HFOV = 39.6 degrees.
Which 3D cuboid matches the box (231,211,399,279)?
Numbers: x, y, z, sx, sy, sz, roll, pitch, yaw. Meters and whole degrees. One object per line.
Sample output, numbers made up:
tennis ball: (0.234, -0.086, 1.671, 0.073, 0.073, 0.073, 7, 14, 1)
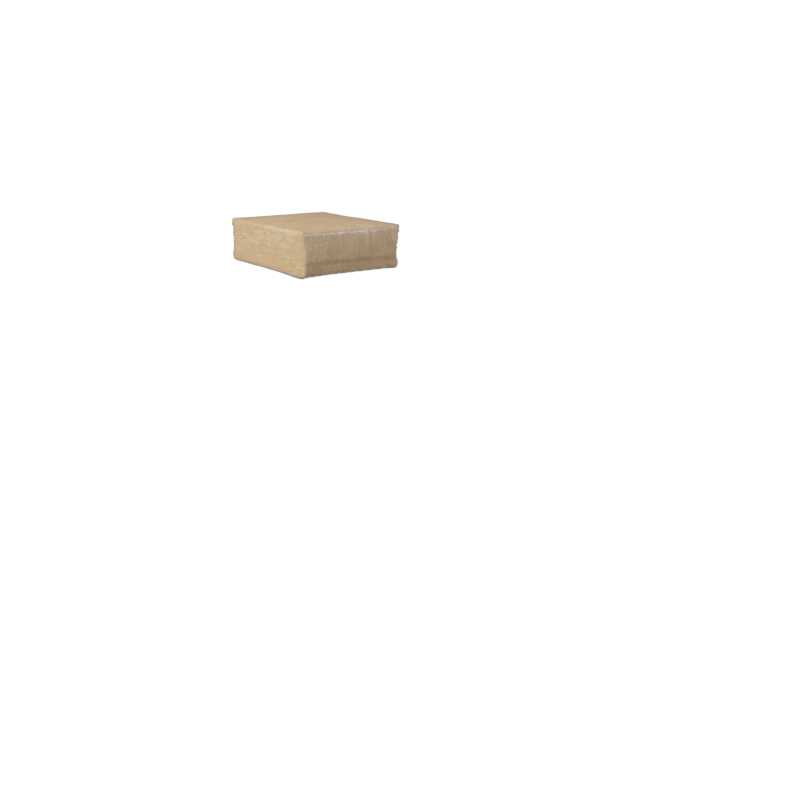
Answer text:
box: (-0.069, -0.125, 0.878, 0.087, 0.038, 0.120, -11, 20, -33)
